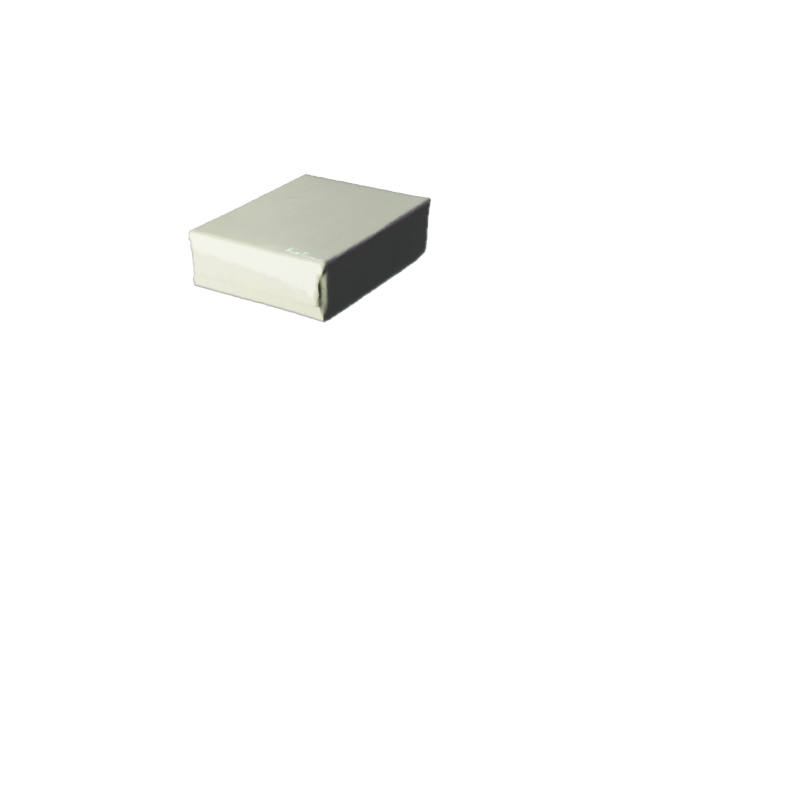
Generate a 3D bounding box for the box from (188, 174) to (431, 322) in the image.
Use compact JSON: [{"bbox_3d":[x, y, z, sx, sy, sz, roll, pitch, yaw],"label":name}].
[{"bbox_3d":[-0.048,-0.089,0.620,0.094,0.037,0.114,16,32,28],"label":"box"}]
